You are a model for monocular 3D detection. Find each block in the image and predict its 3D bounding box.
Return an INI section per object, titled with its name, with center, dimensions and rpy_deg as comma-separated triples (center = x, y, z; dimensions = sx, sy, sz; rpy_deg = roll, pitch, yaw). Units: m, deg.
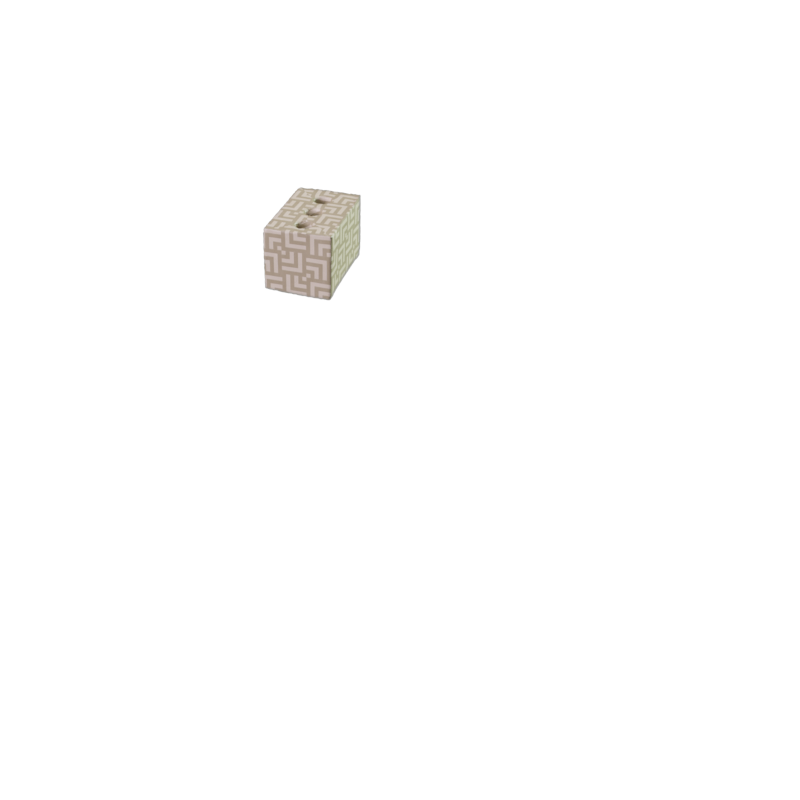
[block]
center = -0.065, -0.118, 0.825
dimensions = 0.054, 0.048, 0.081
rpy_deg = 9, 33, 12
